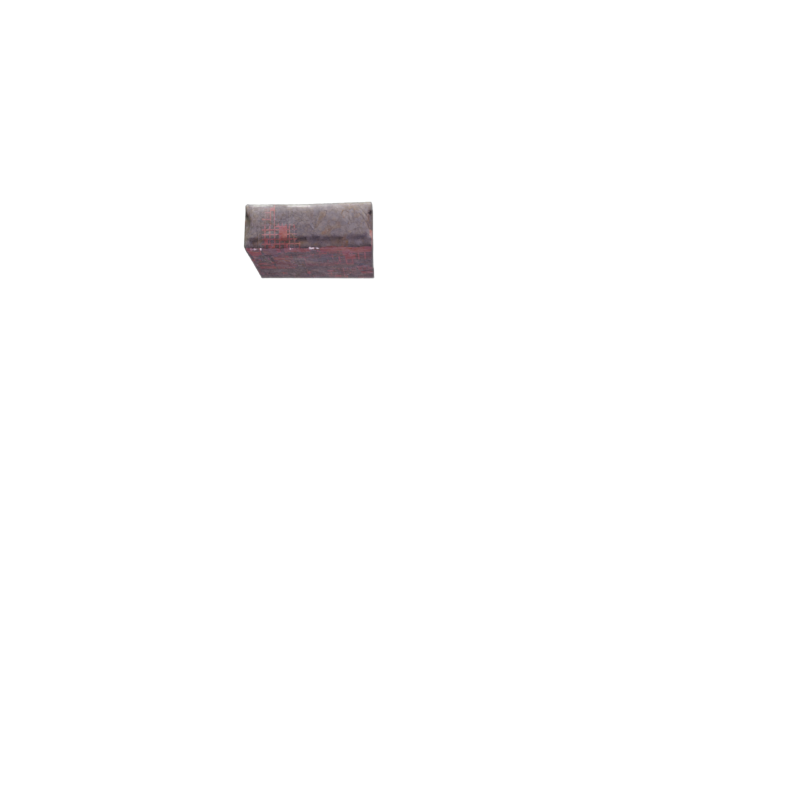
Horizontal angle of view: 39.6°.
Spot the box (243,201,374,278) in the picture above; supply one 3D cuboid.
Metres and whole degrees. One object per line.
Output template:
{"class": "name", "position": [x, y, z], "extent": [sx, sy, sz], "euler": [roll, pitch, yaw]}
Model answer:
{"class": "box", "position": [-0.052, -0.095, 0.667], "extent": [0.073, 0.031, 0.087], "euler": [0, -6, 1]}
